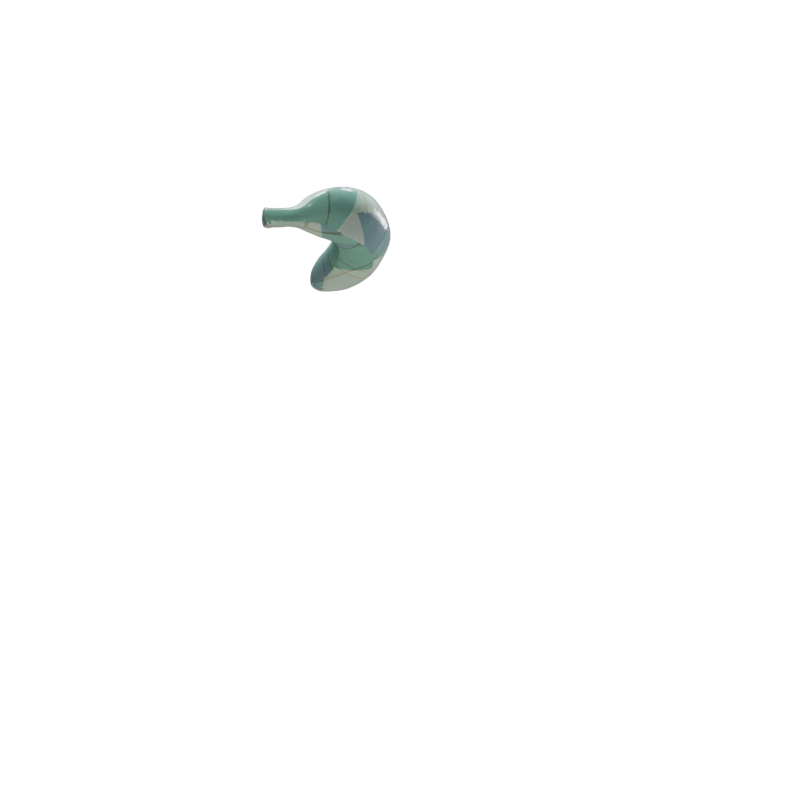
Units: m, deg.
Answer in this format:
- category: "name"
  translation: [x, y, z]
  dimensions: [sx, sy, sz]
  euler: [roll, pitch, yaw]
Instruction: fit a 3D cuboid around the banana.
- category: "banana"
  translation: [-0.040, -0.107, 0.738]
  dimensions: [0.070, 0.038, 0.190]
  euler: [-1, -8, 5]
